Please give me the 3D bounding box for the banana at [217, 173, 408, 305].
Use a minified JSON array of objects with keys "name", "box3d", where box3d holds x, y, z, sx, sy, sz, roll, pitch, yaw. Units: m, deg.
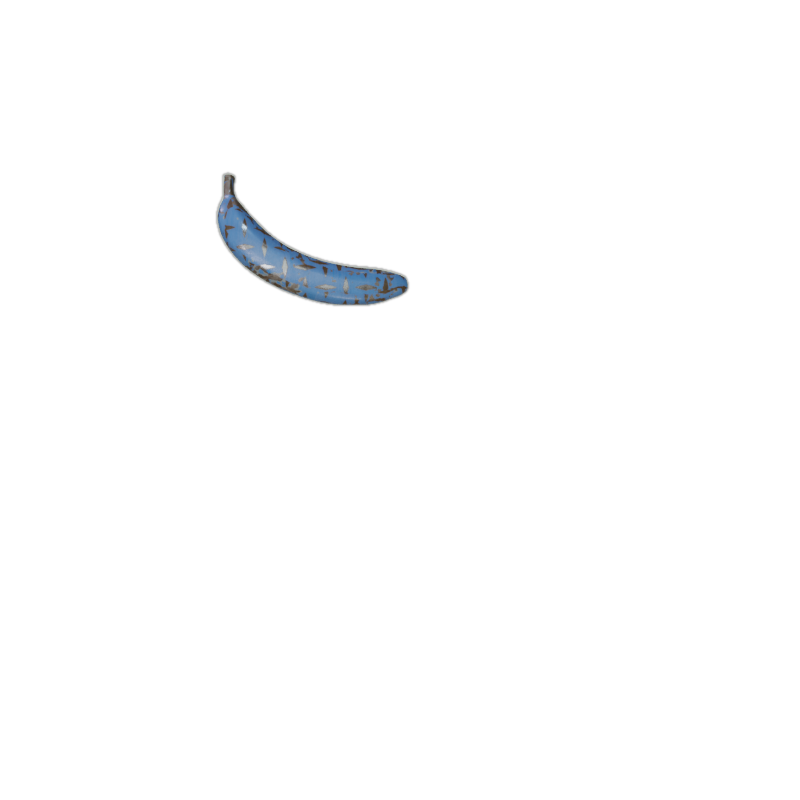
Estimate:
[{"name":"banana","box3d":[-0.091,-0.129,0.997,0.199,0.070,0.036,31,-4,3]}]
